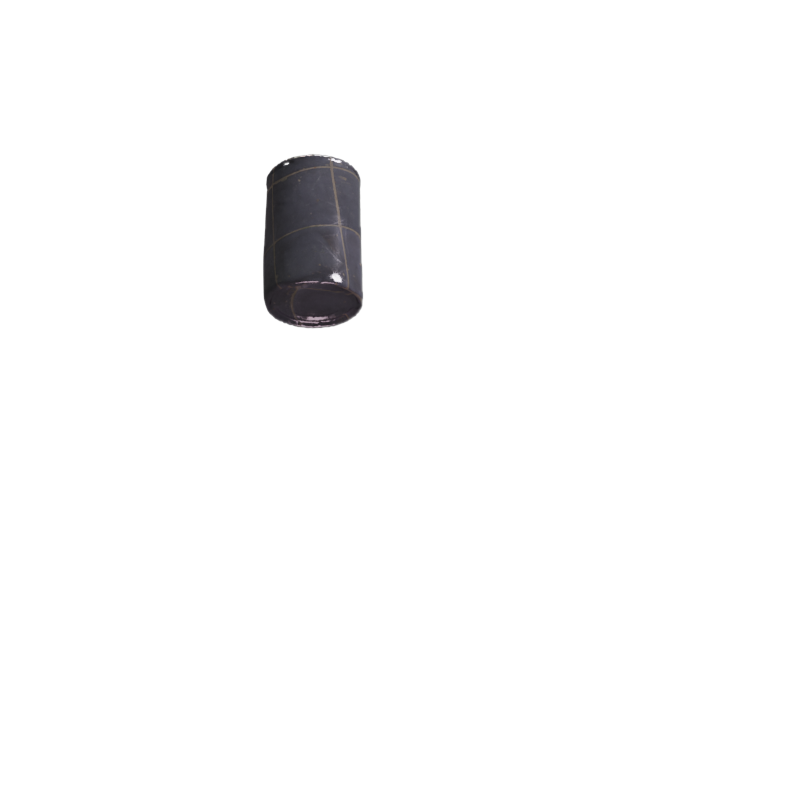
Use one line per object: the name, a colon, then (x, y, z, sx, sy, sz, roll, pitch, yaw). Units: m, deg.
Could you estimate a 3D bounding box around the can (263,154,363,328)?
can: (-0.060, -0.110, 0.768, 0.068, 0.109, 0.064, 0, -29, -2)
